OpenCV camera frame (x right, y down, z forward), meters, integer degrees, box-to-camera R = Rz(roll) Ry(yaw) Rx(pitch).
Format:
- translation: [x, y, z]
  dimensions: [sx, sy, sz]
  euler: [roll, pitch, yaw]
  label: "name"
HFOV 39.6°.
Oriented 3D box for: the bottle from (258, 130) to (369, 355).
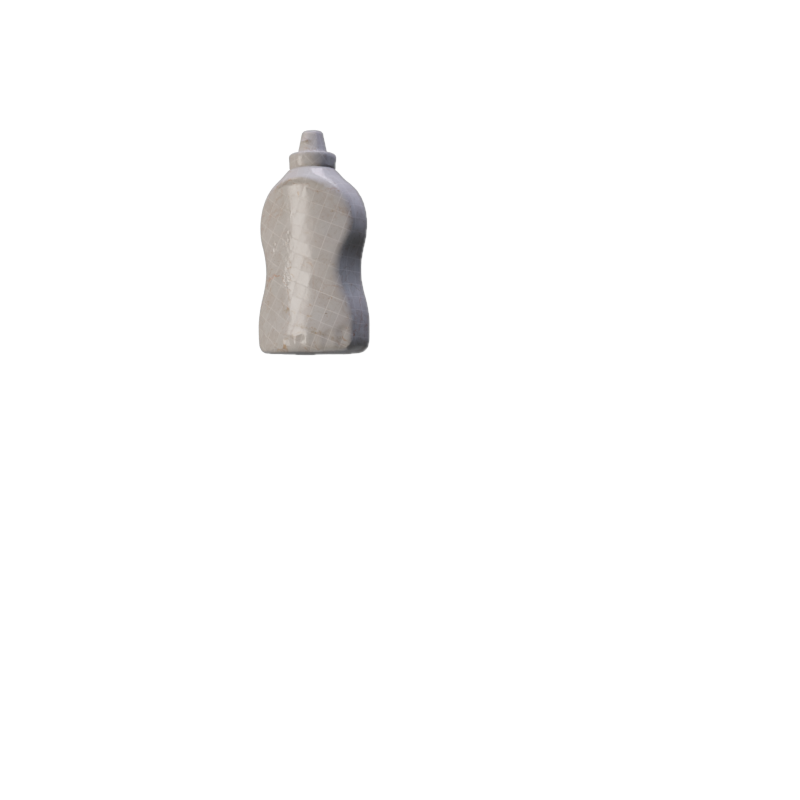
- translation: [-0.075, -0.136, 0.949]
  dimensions: [0.099, 0.195, 0.056]
  euler: [-4, -8, 32]
  label: "bottle"
